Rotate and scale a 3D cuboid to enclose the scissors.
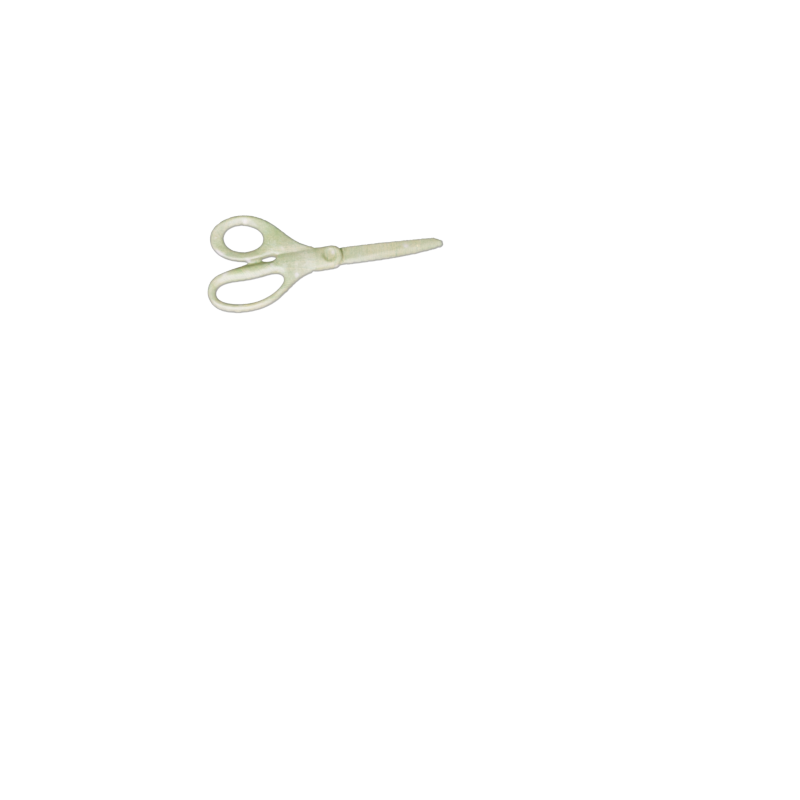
[{"bbox_3d":[-0.074,-0.135,0.946,0.201,0.102,0.015,-23,-23,-10],"label":"scissors"}]
